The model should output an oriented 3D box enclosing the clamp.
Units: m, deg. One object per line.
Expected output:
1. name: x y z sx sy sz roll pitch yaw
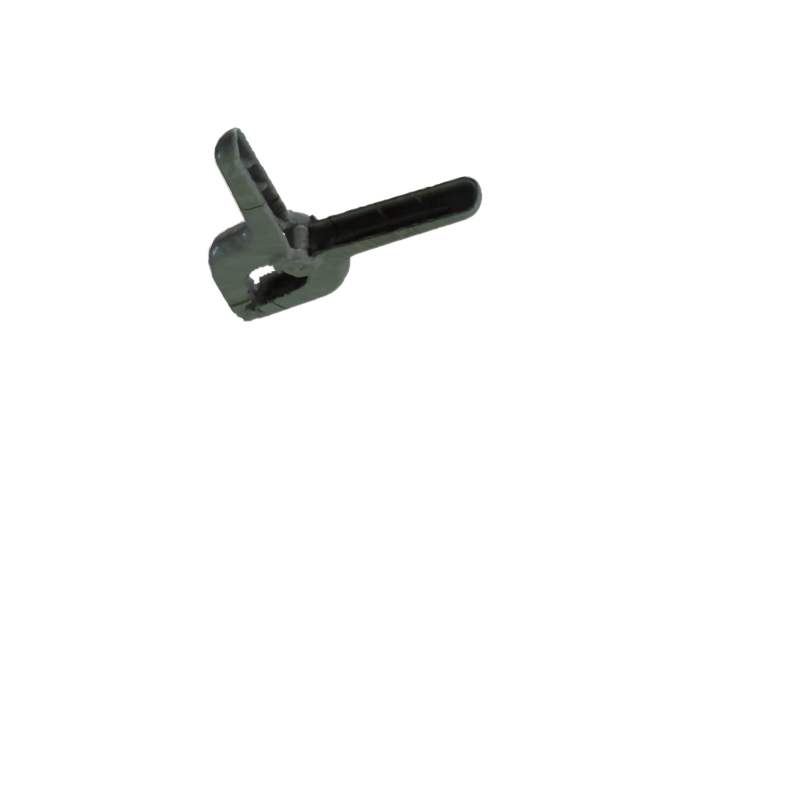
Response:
1. clamp: -0.055 -0.101 0.708 0.160 0.038 0.204 7 -22 -17
